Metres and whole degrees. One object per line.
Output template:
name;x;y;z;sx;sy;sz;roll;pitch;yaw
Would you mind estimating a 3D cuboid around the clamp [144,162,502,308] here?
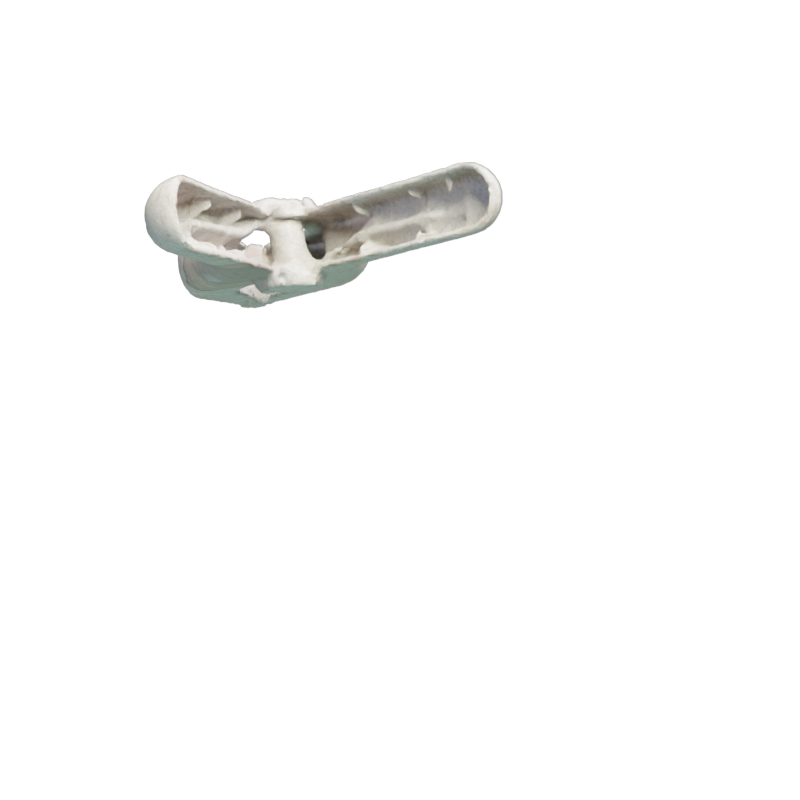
clamp;-0.034;-0.062;0.431;0.119;0.040;0.171;0;0;-8
